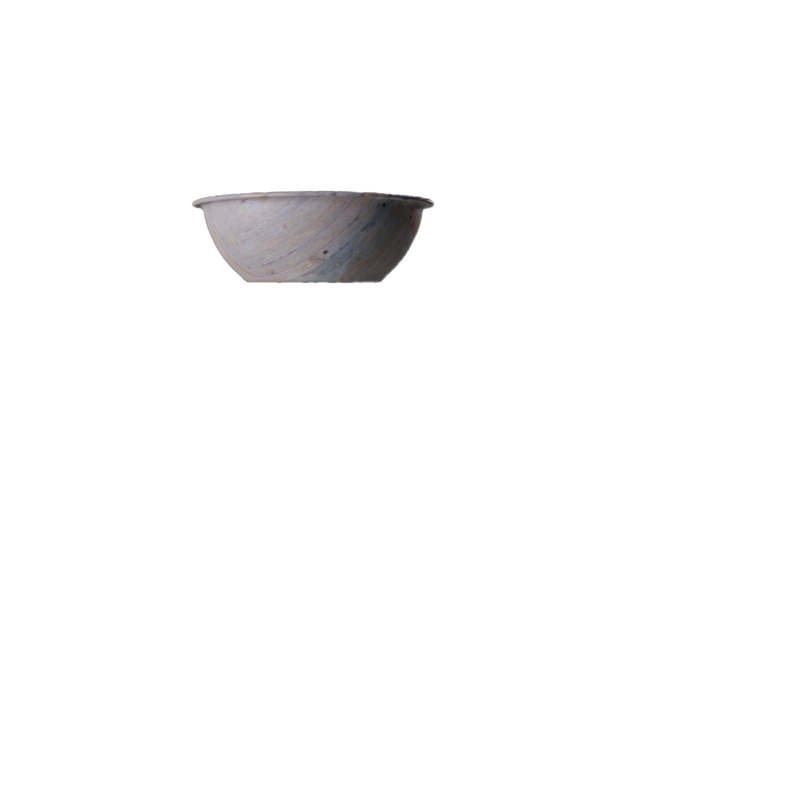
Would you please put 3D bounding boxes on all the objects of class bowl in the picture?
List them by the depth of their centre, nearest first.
[{"bbox_3d":[-0.058,-0.106,0.742,0.162,0.055,0.163,0,5,-2],"label":"bowl"}]
